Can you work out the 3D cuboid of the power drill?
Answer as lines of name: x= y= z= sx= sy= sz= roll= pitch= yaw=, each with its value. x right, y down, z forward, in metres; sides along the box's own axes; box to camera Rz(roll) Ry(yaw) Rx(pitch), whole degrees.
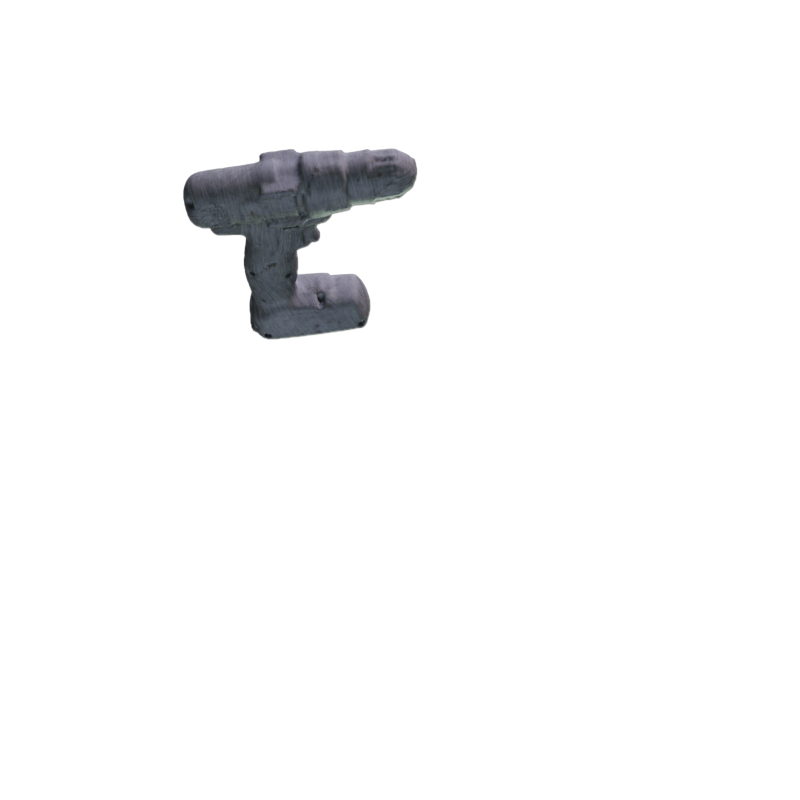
power drill: x=-0.072 y=-0.131 z=0.920 sx=0.185 sy=0.062 sz=0.174 roll=-5 pitch=-39 yaw=5
